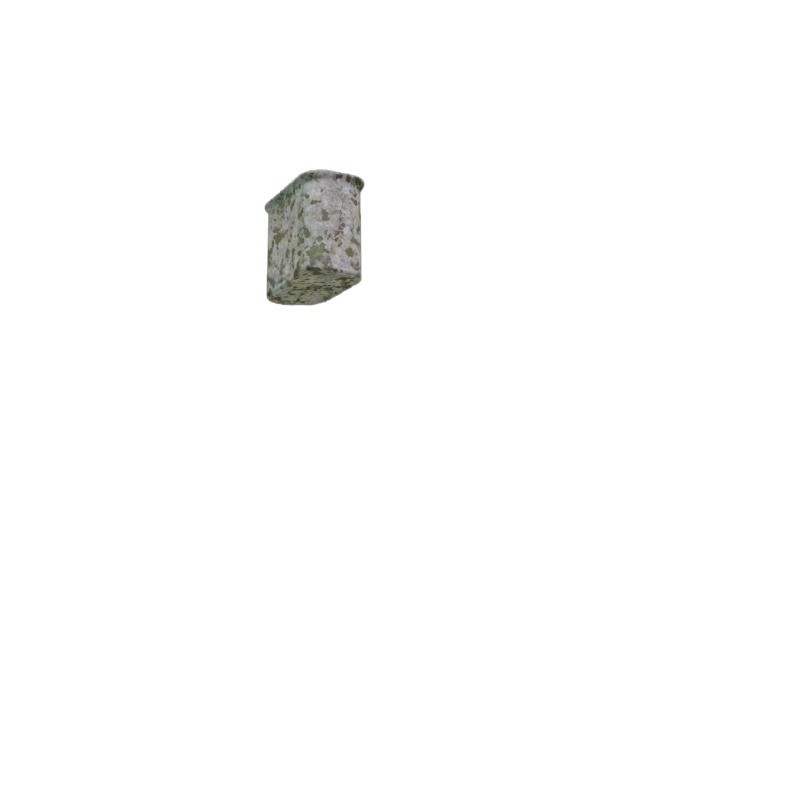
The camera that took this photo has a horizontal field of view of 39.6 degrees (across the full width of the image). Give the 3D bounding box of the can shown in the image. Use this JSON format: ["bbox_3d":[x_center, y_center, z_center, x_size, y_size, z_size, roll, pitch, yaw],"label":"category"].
[{"bbox_3d":[-0.071,-0.129,0.904,0.055,0.087,0.102,9,-18,-28],"label":"can"}]
